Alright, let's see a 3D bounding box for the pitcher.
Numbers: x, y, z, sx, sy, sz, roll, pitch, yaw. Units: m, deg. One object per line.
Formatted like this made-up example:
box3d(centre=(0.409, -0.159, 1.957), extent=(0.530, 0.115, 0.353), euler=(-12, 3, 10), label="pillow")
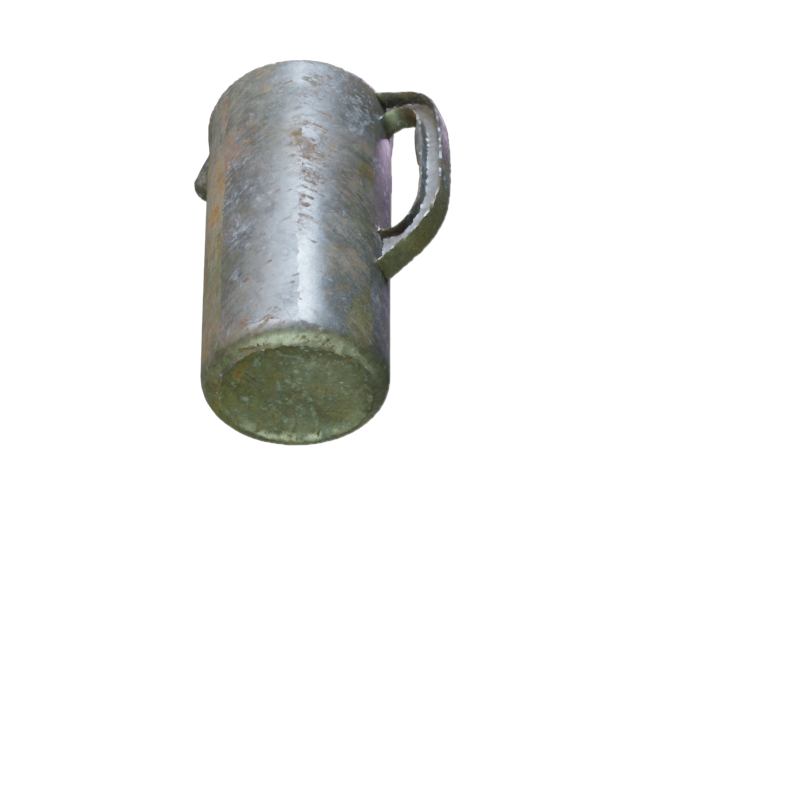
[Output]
box3d(centre=(-0.055, -0.101, 0.704), extent=(0.141, 0.261, 0.143), euler=(14, -45, -17), label="pitcher")
